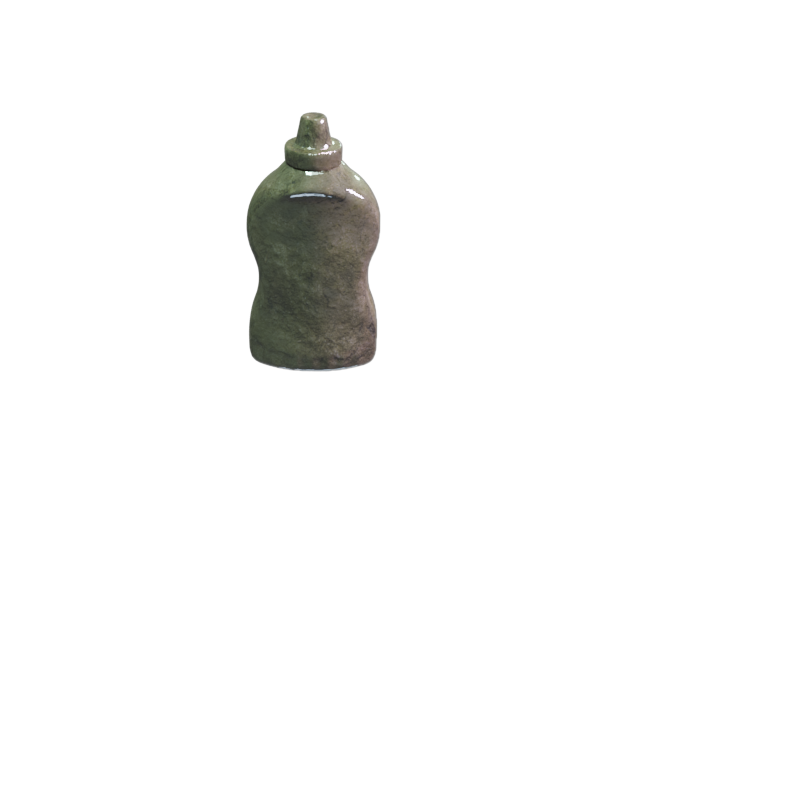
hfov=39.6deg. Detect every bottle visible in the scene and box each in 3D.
[{"bbox_3d":[-0.063,-0.115,0.804,0.096,0.181,0.062,3,28,1],"label":"bottle"}]
